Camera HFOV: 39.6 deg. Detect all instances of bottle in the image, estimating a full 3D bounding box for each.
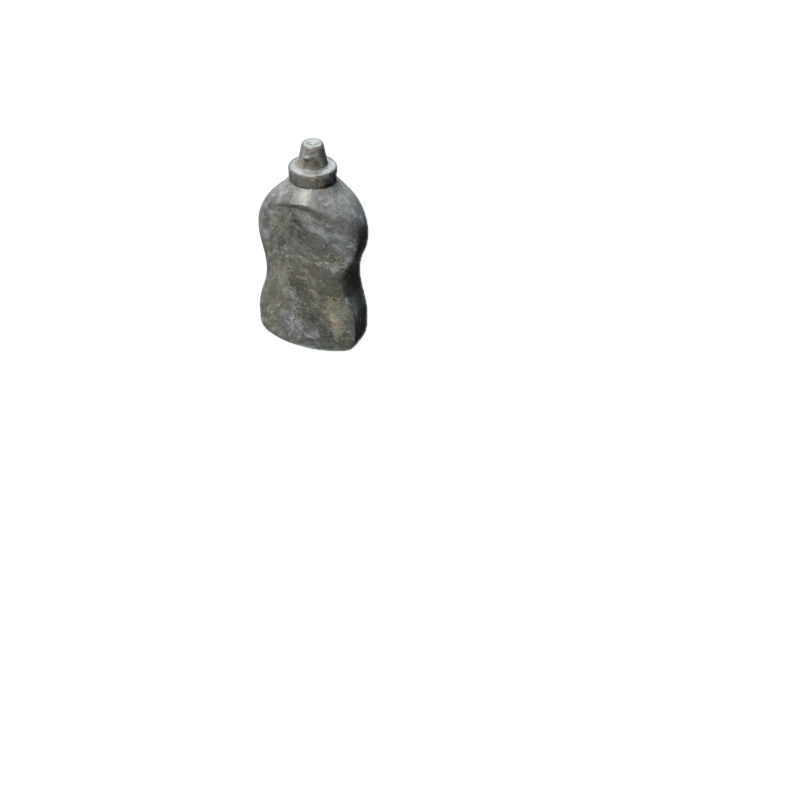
[{"bbox_3d":[-0.075,-0.137,0.958,0.100,0.180,0.060,17,36,21],"label":"bottle"}]
